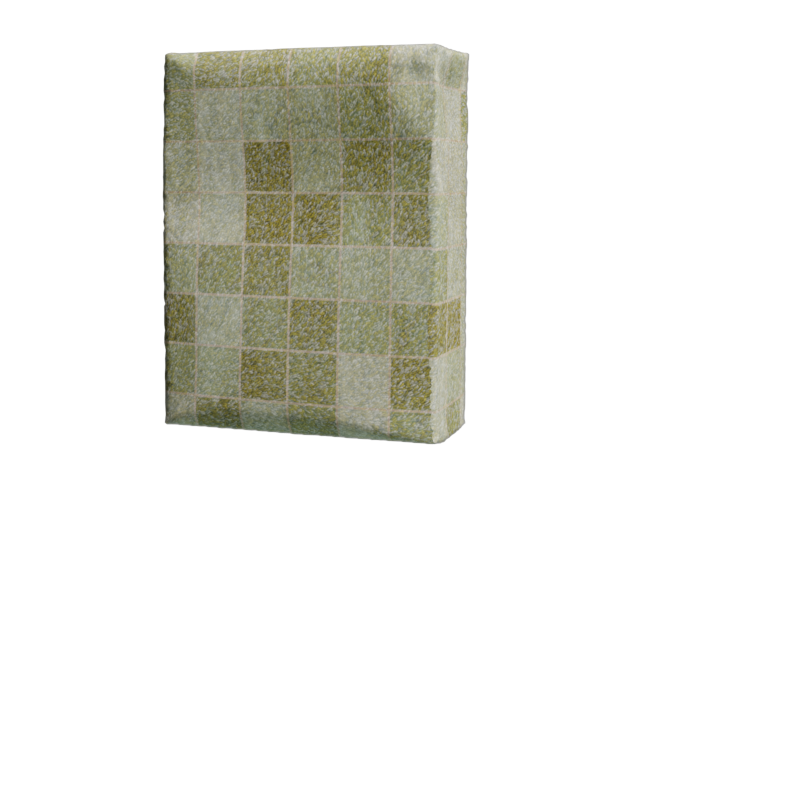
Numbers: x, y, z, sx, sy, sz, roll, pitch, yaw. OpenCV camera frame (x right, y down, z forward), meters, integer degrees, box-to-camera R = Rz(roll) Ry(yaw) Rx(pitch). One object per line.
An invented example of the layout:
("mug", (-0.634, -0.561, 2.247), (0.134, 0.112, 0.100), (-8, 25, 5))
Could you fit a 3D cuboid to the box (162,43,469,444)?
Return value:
("box", (-0.049, -0.089, 0.625), (0.169, 0.211, 0.071), (3, 5, 20))
